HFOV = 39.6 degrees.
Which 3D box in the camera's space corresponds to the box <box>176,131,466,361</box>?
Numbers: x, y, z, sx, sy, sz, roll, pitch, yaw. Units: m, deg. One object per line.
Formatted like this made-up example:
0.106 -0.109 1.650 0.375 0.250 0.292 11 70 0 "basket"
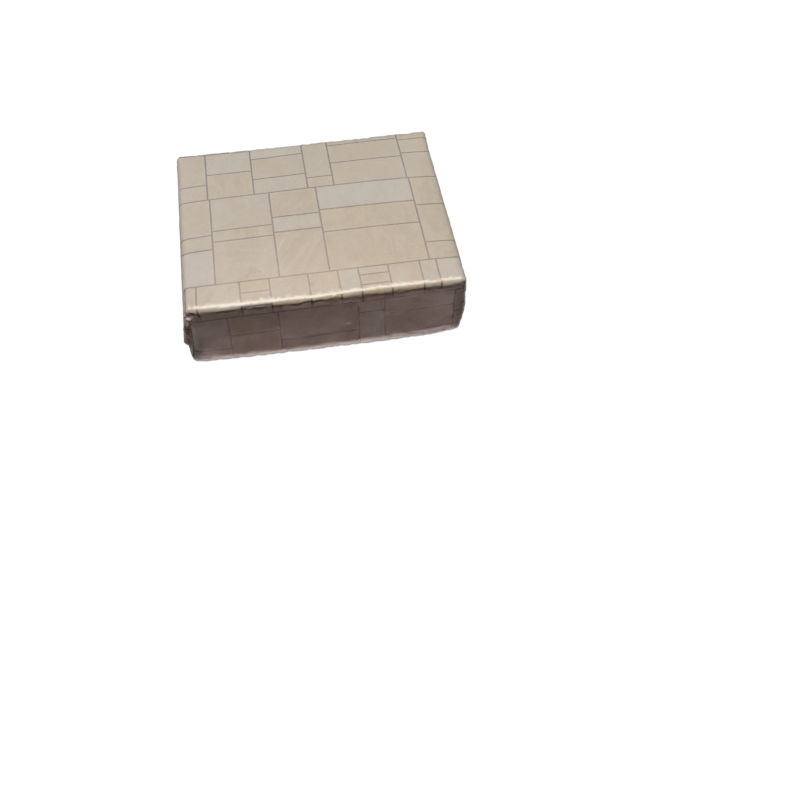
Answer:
-0.037 -0.067 0.467 0.113 0.097 0.036 -6 -39 -5 "box"
